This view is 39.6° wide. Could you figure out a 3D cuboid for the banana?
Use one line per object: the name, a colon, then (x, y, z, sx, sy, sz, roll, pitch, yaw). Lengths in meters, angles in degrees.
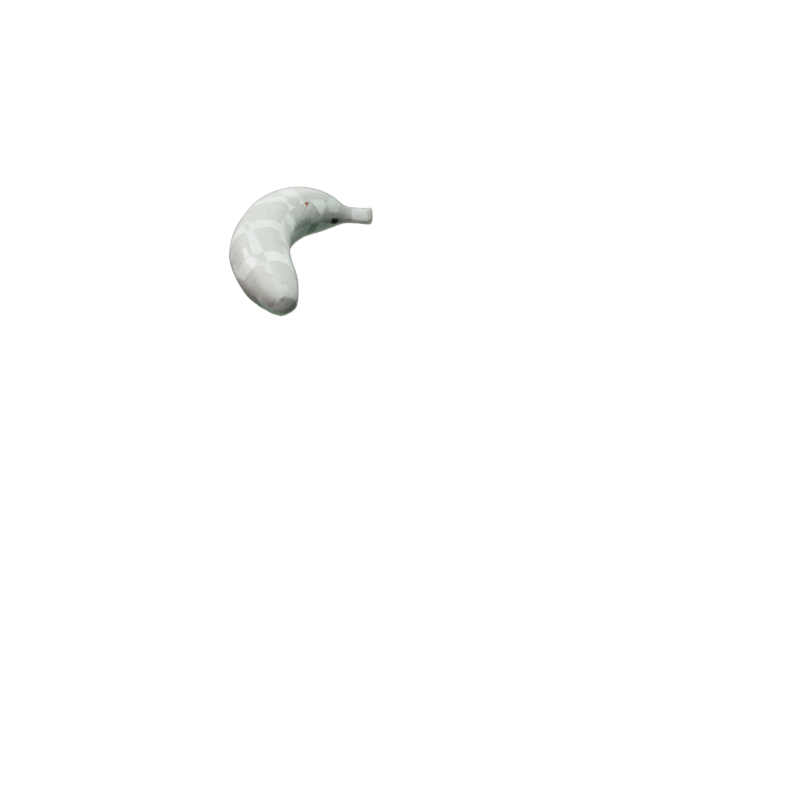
banana: (-0.072, -0.104, 0.706, 0.071, 0.035, 0.204, 6, 27, 11)
